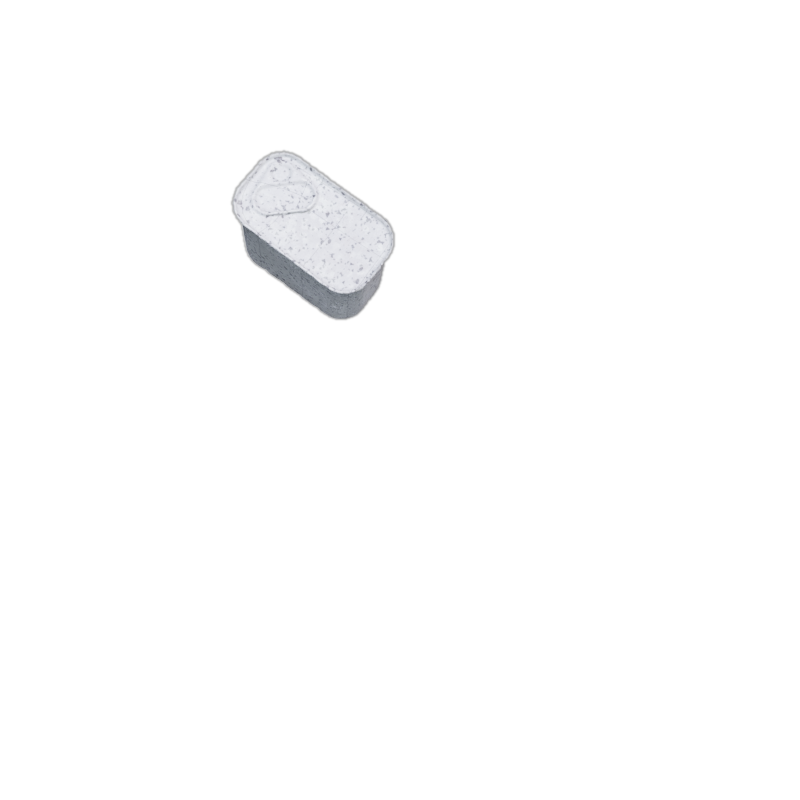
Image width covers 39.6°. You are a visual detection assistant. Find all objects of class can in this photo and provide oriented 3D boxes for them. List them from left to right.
[{"bbox_3d":[-0.057,-0.103,0.722,0.104,0.058,0.081,37,-12,8],"label":"can"}]
